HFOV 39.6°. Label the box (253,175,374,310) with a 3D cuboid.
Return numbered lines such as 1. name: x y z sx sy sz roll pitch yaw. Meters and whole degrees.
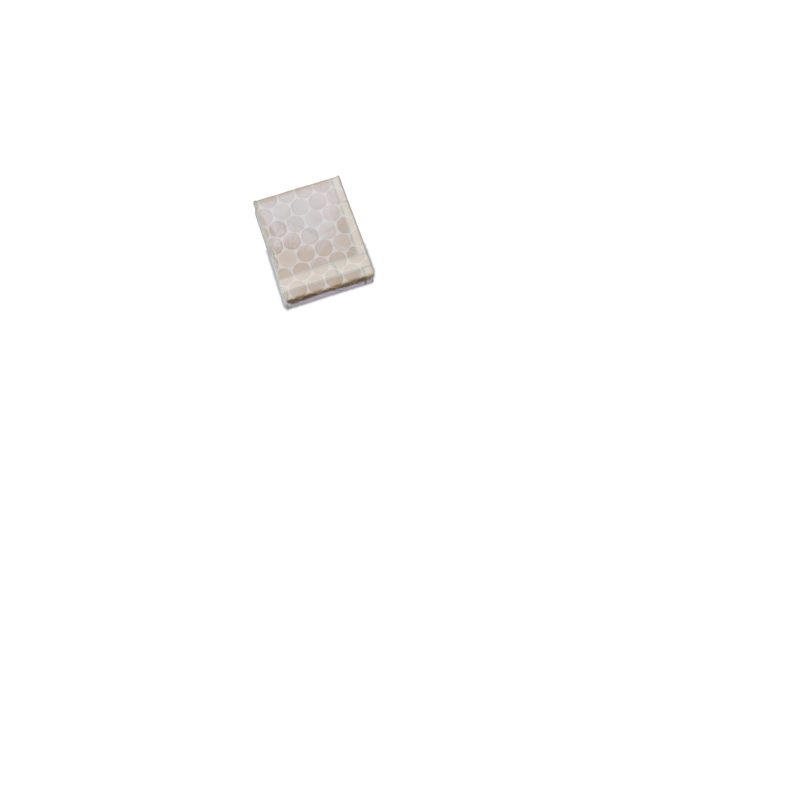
1. box: -0.068 -0.125 0.874 0.073 0.093 0.029 -17 -16 -6
